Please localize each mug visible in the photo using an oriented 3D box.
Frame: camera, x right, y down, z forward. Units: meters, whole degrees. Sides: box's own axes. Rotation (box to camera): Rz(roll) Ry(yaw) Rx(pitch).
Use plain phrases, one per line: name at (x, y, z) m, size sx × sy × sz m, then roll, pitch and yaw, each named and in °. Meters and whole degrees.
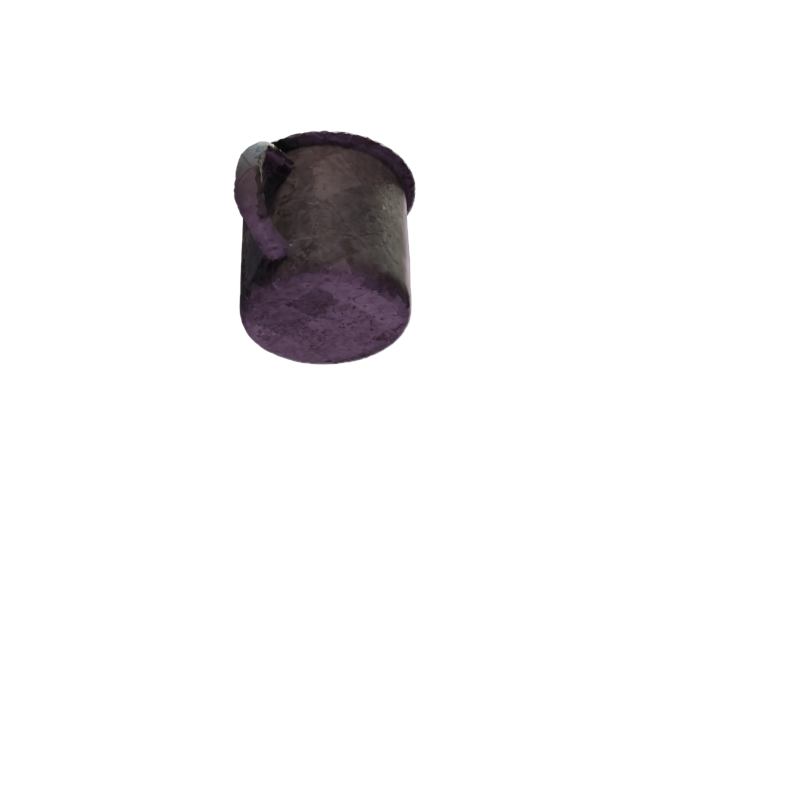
mug at (-0.042, -0.076, 0.535) m, size 0.094 × 0.087 × 0.108 m, roll -16°, pitch -36°, yaw 21°
